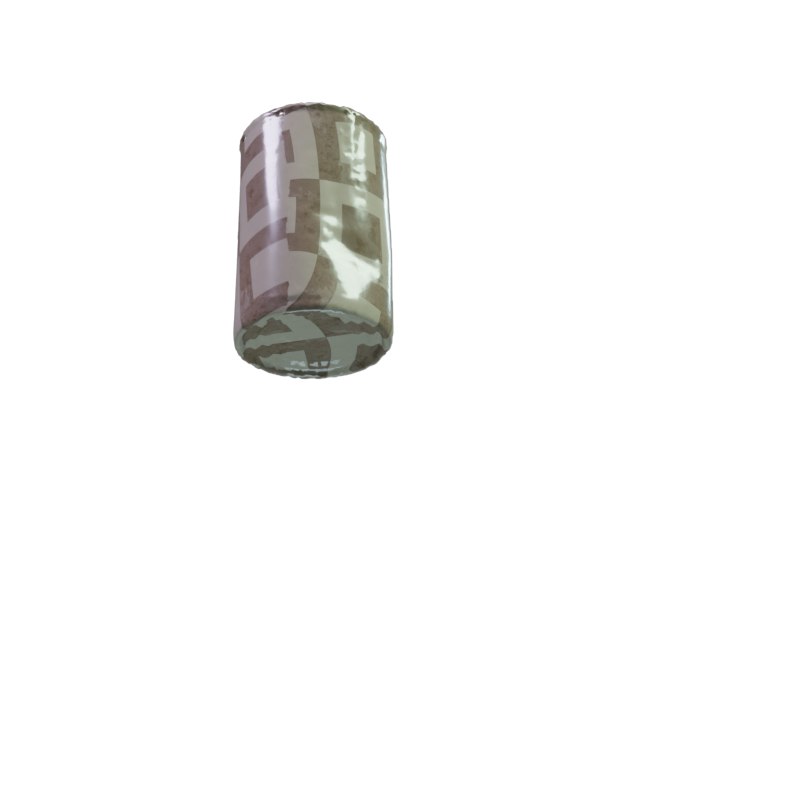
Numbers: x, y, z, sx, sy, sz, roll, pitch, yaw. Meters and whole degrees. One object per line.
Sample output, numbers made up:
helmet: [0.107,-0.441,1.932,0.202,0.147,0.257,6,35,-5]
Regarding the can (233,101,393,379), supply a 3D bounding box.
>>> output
can: [-0.038,-0.069,0.484,0.068,0.109,0.064,0,-28,-2]
